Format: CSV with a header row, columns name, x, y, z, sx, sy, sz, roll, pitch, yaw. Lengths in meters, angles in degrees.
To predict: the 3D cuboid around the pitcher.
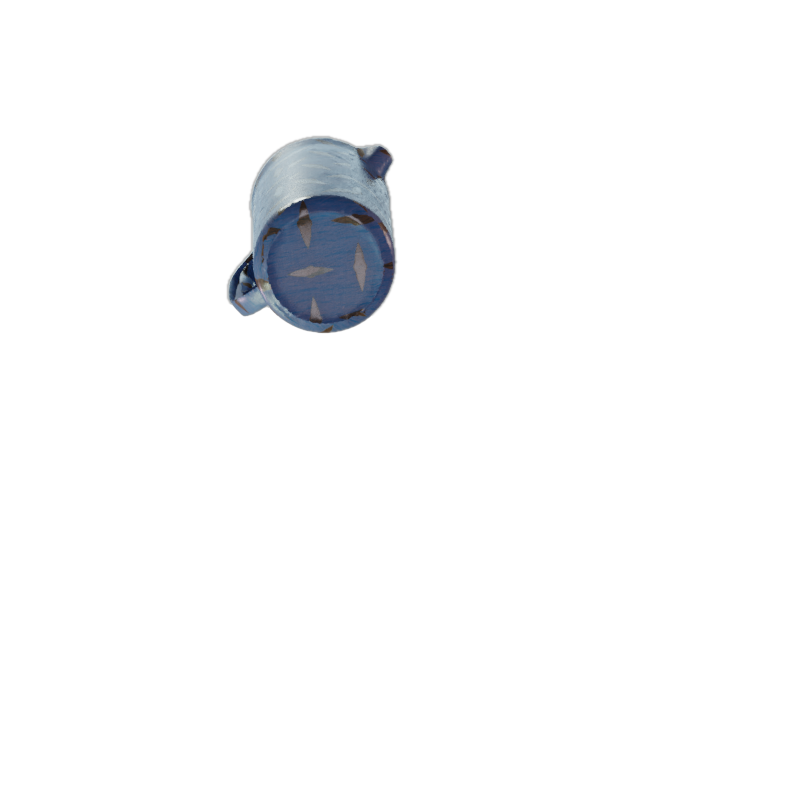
name,x,y,z,sx,sy,sz,roll,pitch,yaw
pitcher,-0.074,-0.134,0.942,0.144,0.144,0.253,4,18,-5
